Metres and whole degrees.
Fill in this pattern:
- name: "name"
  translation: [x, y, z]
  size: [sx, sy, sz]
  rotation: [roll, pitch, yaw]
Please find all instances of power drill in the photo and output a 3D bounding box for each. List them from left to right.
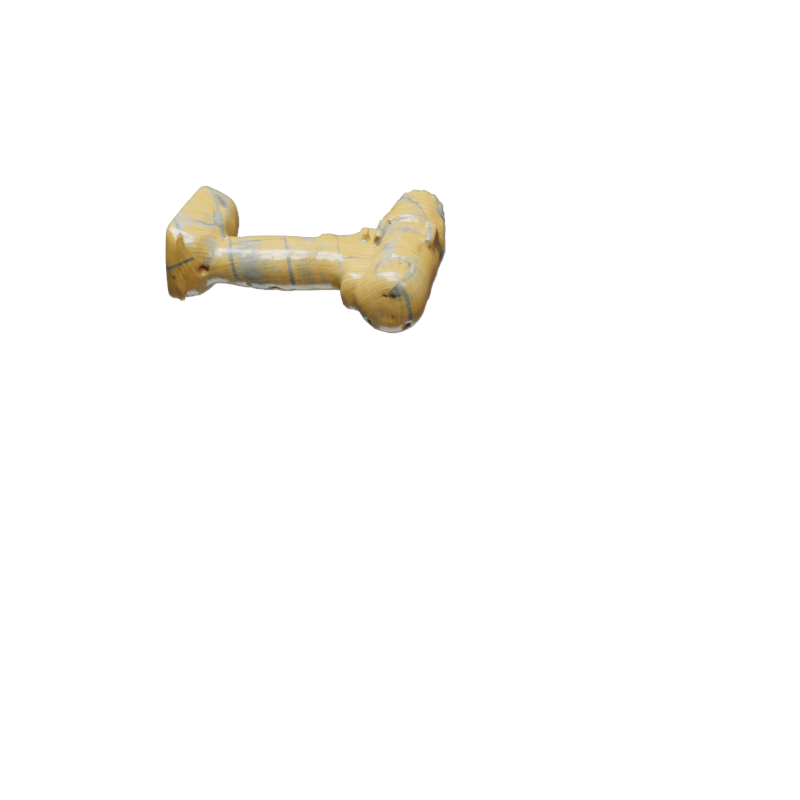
- name: "power drill"
  translation: [-0.062, -0.113, 0.794]
  size: [0.190, 0.054, 0.192]
  rotation: [4, 28, 8]
